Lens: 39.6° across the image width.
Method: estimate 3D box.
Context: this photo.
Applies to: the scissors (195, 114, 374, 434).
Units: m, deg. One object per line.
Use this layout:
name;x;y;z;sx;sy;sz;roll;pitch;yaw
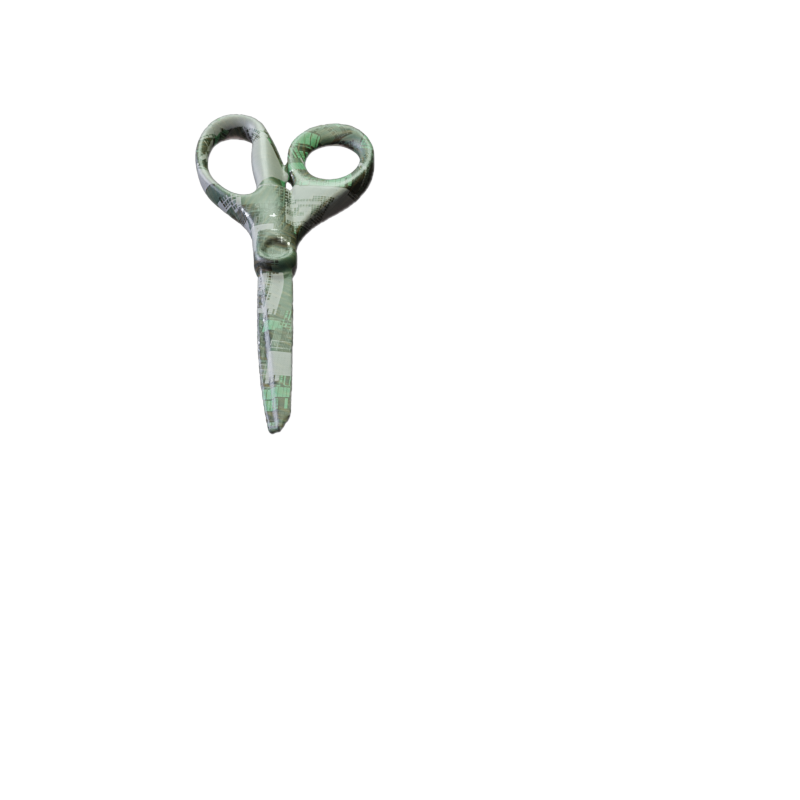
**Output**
scissors;-0.039;-0.071;0.497;0.095;0.015;0.219;-14;47;-13
